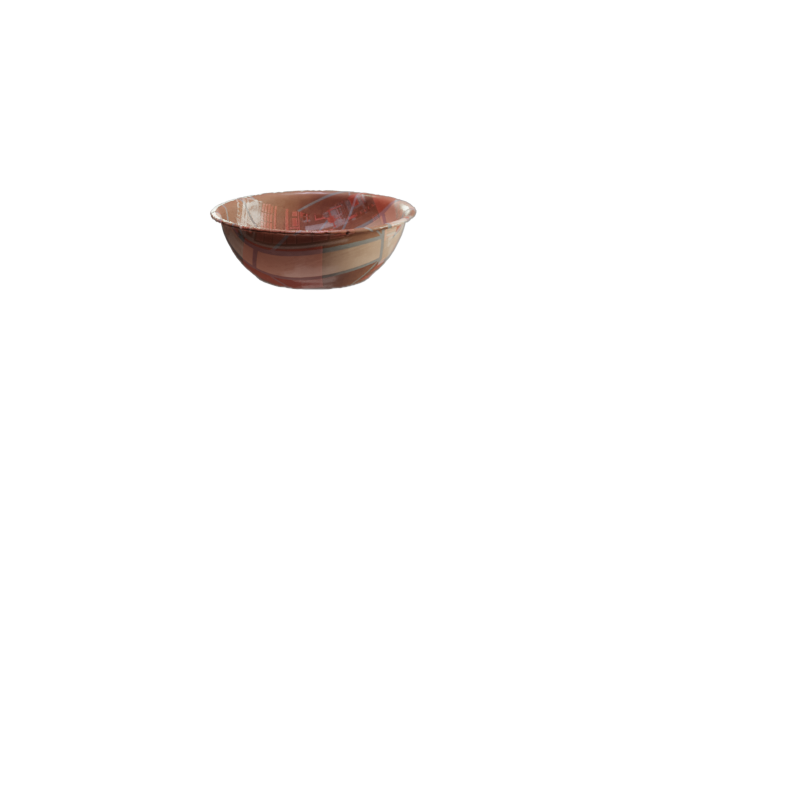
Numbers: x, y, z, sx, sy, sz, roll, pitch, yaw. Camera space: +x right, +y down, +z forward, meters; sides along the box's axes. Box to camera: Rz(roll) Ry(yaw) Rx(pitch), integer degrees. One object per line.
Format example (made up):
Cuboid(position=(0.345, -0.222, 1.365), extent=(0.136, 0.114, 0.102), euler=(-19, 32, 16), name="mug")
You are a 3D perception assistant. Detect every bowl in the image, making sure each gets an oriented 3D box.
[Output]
Cuboid(position=(-0.069, -0.125, 0.877), extent=(0.162, 0.053, 0.169), euler=(-1, 20, -2), name="bowl")
